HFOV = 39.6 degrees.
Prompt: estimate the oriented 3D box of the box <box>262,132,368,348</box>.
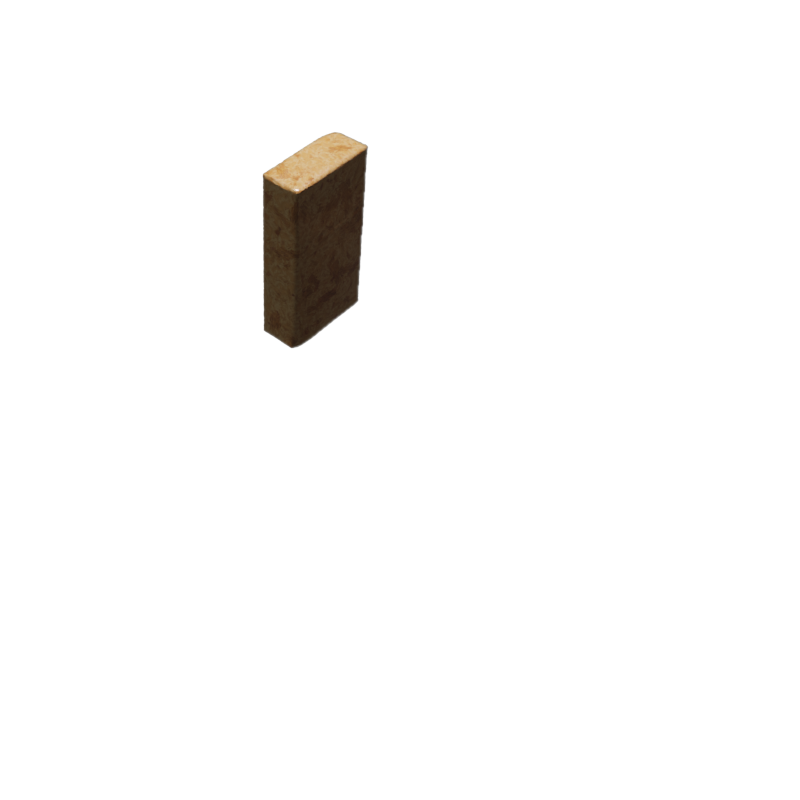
[{"bbox_3d":[-0.075,-0.138,0.962,0.051,0.164,0.094,28,47,26],"label":"box"}]
